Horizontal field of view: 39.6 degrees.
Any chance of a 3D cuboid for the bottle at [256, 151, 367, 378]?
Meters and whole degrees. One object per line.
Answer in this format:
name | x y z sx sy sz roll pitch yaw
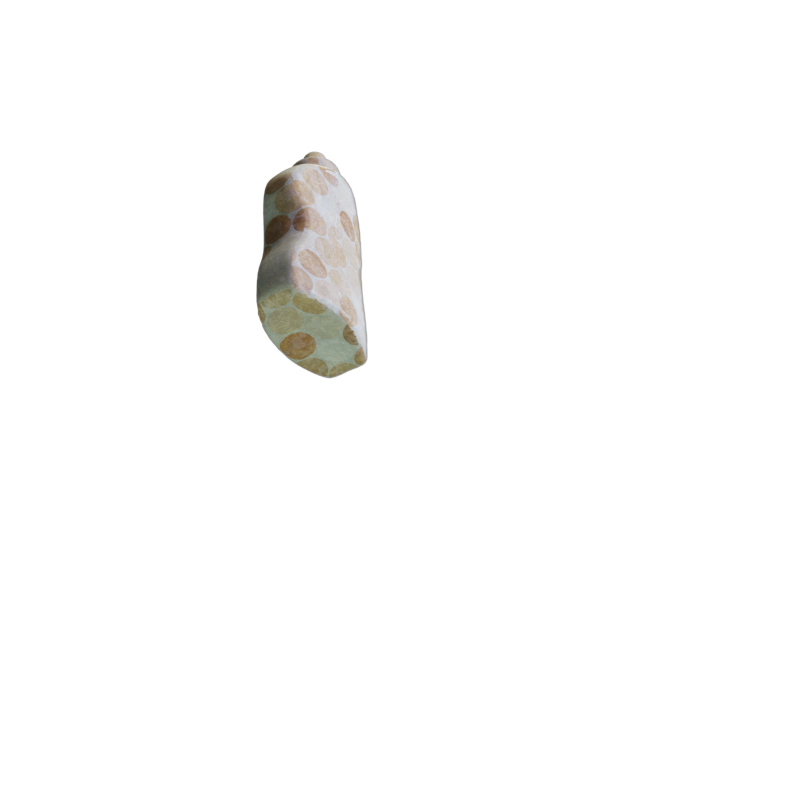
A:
bottle | -0.063 -0.116 0.809 0.058 0.206 0.089 -26 -48 22
